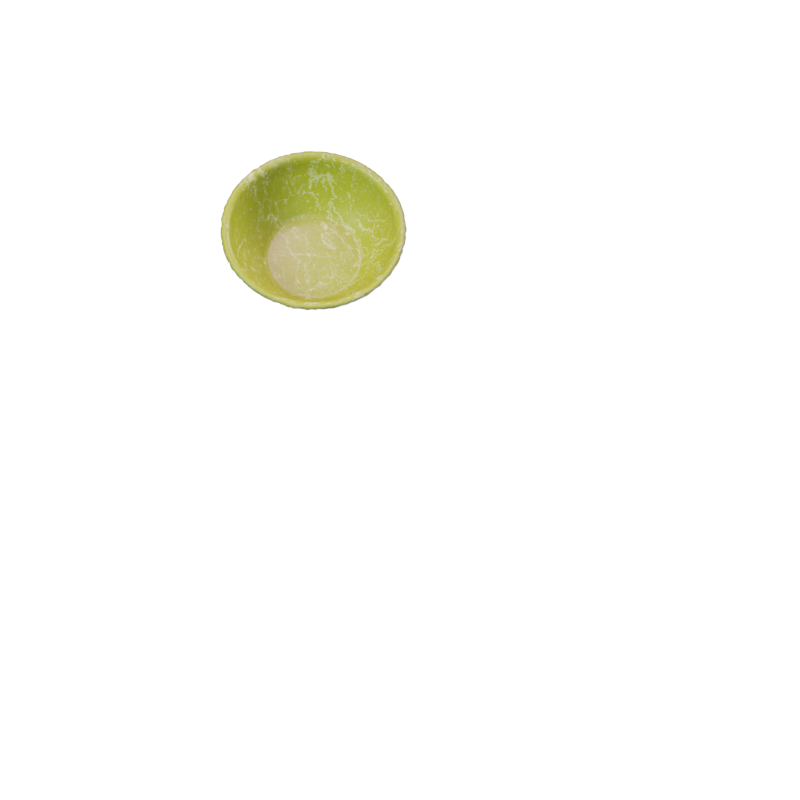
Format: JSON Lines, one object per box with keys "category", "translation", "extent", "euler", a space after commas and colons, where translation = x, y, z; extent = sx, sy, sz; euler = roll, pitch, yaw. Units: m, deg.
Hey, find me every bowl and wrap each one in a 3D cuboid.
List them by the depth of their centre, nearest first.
{"category": "bowl", "translation": [-0.077, -0.141, 0.987], "extent": [0.162, 0.172, 0.052], "euler": [-1, -28, -1]}
